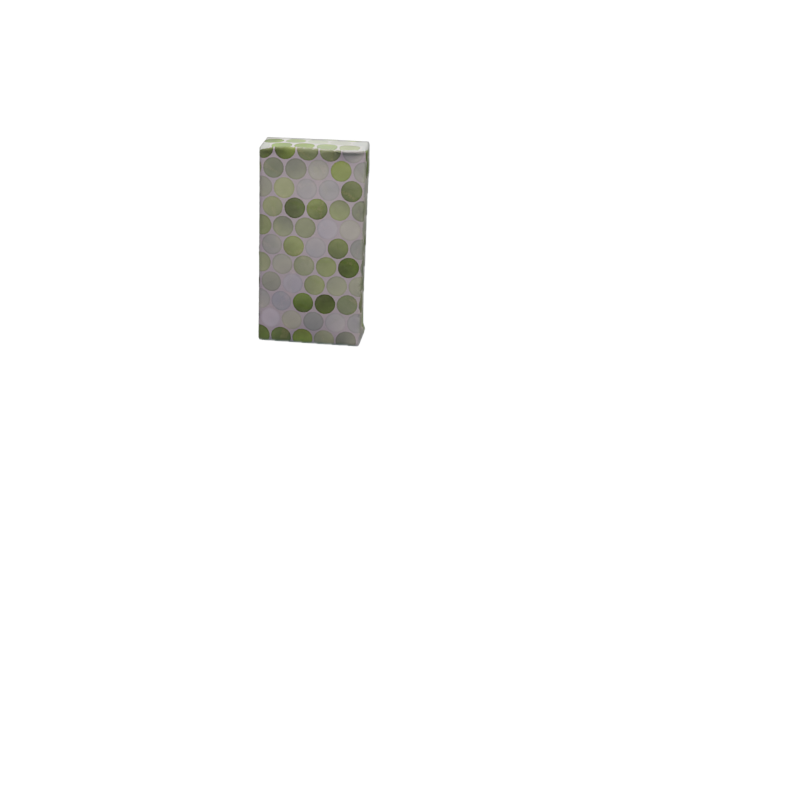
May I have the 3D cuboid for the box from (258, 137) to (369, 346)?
[{"bbox_3d":[-0.076,-0.138,0.966,0.094,0.169,0.050,4,20,6],"label":"box"}]
